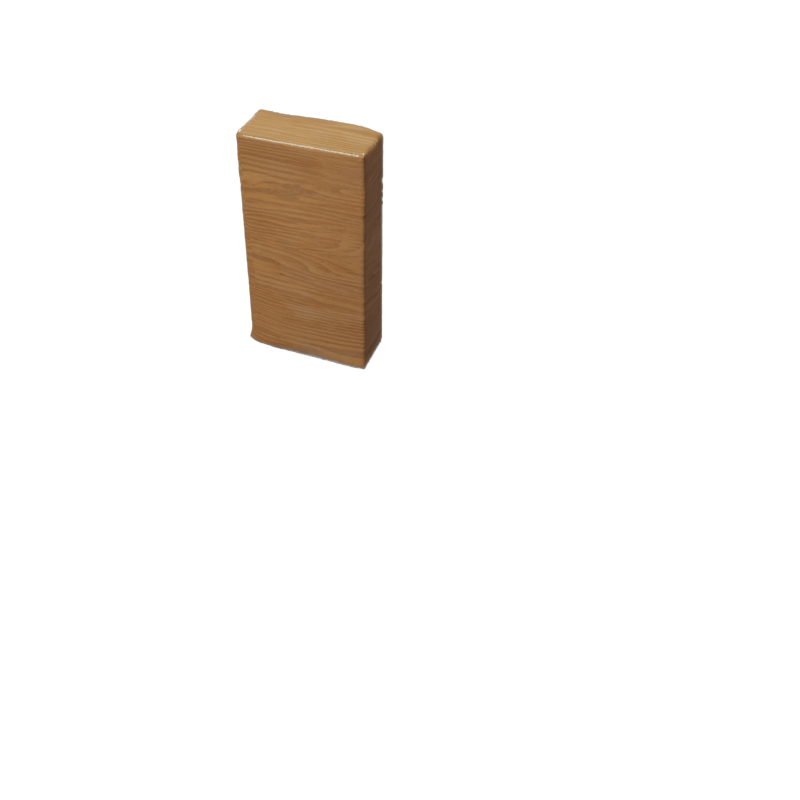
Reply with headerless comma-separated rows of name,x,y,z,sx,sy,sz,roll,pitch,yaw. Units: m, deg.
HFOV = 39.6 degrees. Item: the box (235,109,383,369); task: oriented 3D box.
box,-0.060,-0.110,0.771,0.096,0.165,0.050,15,36,17
